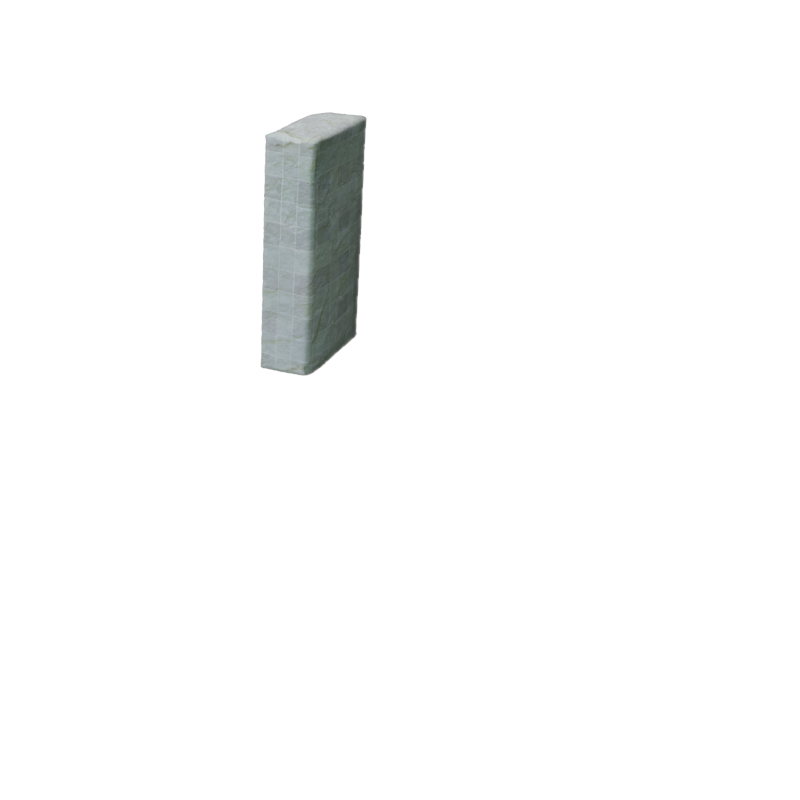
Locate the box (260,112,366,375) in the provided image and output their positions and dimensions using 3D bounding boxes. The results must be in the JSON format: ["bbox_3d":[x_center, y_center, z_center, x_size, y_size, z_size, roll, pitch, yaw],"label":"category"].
[{"bbox_3d":[-0.064,-0.116,0.810,0.050,0.169,0.094,8,21,20],"label":"box"}]
